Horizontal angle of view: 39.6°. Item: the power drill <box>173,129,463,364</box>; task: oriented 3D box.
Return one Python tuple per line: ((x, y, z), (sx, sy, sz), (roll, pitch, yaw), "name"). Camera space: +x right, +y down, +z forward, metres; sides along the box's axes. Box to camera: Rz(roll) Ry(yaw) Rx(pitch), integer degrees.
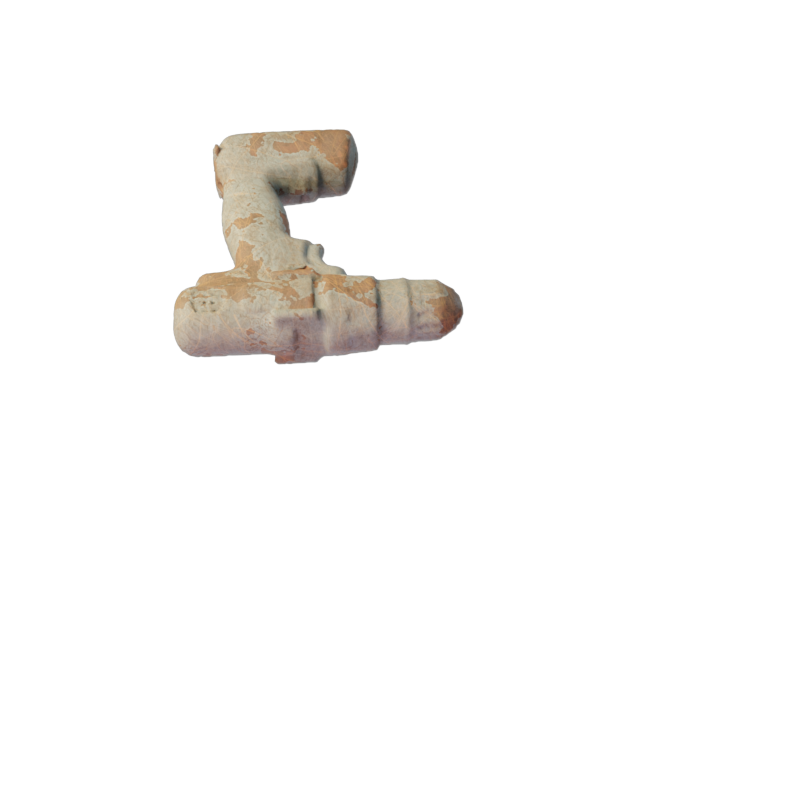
((-0.059, -0.108, 0.756), (0.184, 0.202, 0.053), (-3, -43, -3), "power drill")
